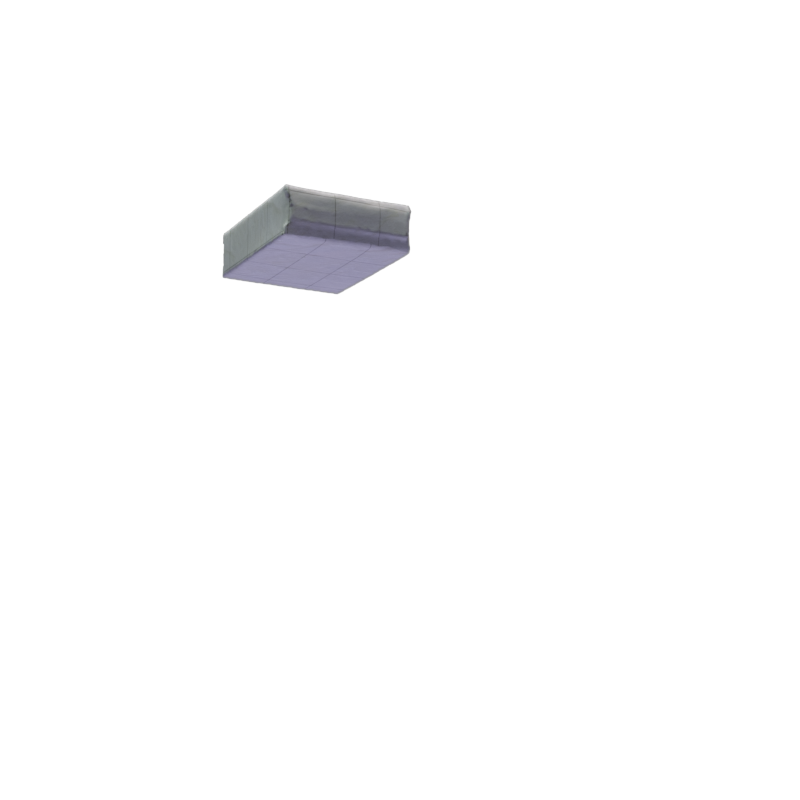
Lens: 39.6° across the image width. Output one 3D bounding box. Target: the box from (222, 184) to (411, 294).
[{"bbox_3d":[-0.047,-0.085,0.598,0.070,0.031,0.089,6,-14,-27],"label":"box"}]
